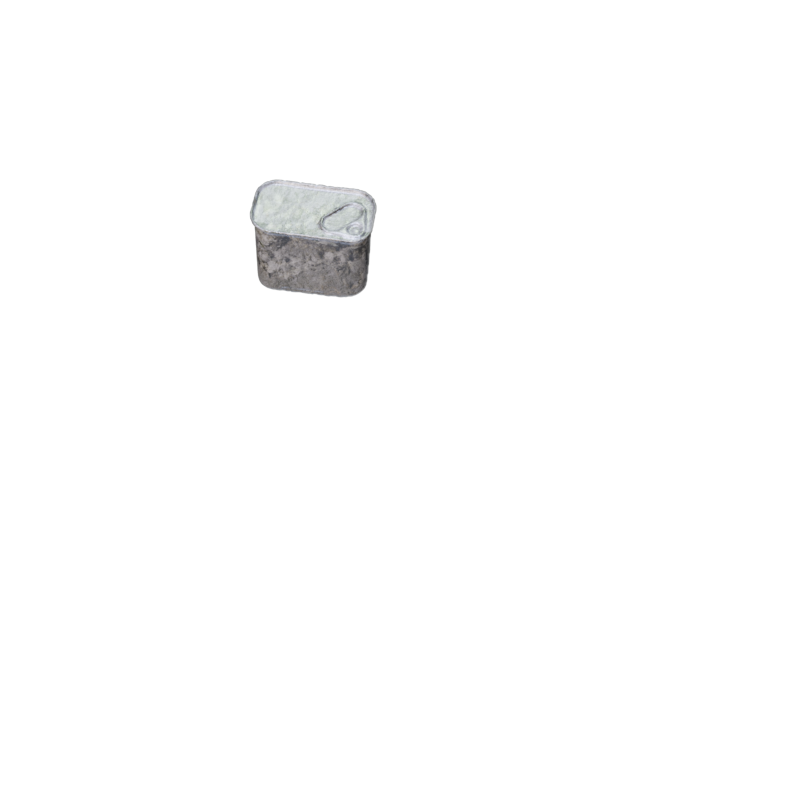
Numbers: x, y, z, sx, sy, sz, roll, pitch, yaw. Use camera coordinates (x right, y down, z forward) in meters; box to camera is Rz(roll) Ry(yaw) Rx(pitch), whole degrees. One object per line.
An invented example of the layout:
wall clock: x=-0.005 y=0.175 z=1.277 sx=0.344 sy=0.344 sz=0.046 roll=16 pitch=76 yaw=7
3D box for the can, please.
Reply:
can: x=-0.073 y=-0.134 z=0.939 sx=0.103 sy=0.061 sz=0.078 roll=8 pitch=-35 yaw=4
